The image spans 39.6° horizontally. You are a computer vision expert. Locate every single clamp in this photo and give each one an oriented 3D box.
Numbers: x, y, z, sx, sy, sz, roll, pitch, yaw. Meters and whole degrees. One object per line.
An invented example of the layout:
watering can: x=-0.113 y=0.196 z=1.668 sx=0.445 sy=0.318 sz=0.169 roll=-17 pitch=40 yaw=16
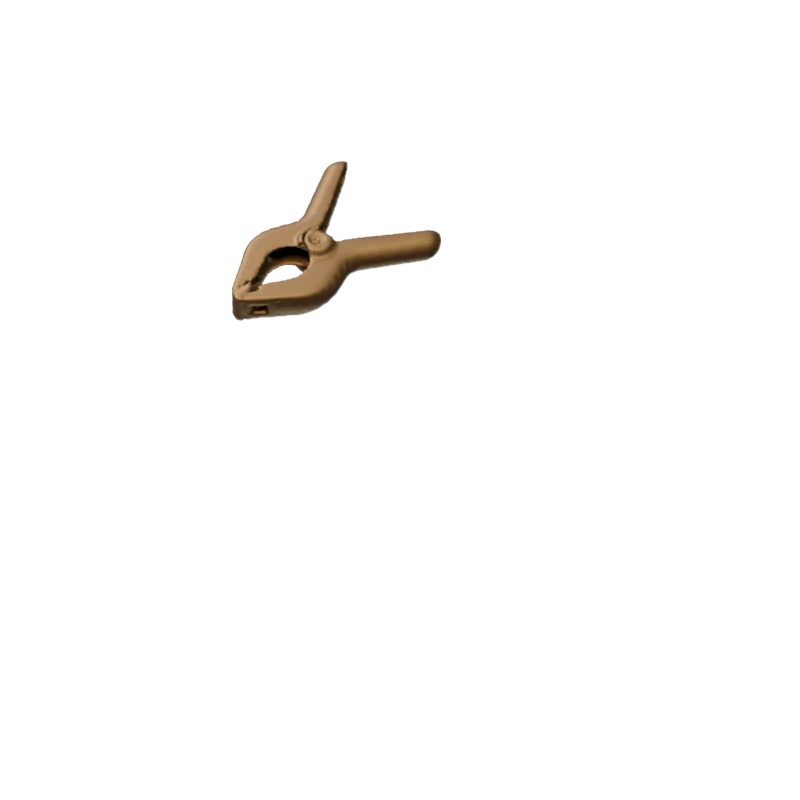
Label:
clamp: x=-0.068 y=-0.123 z=0.864 sx=0.171 sy=0.036 sz=0.129 roll=-27 pitch=52 yaw=-24
